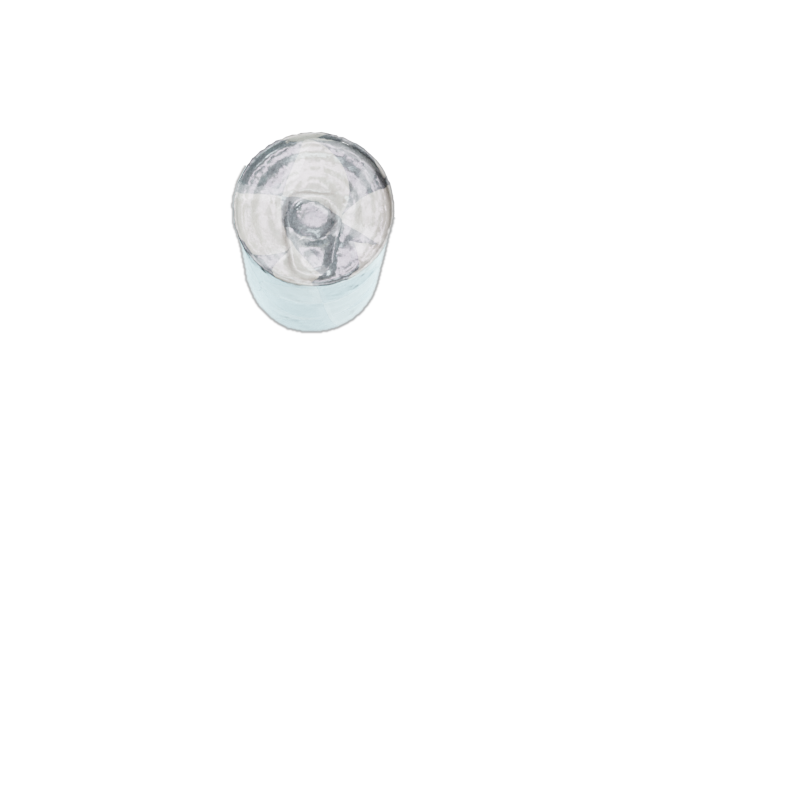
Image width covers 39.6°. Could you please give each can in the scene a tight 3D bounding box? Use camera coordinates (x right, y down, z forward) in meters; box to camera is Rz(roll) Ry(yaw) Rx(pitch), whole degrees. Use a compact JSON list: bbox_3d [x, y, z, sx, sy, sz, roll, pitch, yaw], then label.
[{"bbox_3d":[-0.040,-0.073,0.512,0.068,0.071,0.099,0,-11,-3],"label":"can"}]
